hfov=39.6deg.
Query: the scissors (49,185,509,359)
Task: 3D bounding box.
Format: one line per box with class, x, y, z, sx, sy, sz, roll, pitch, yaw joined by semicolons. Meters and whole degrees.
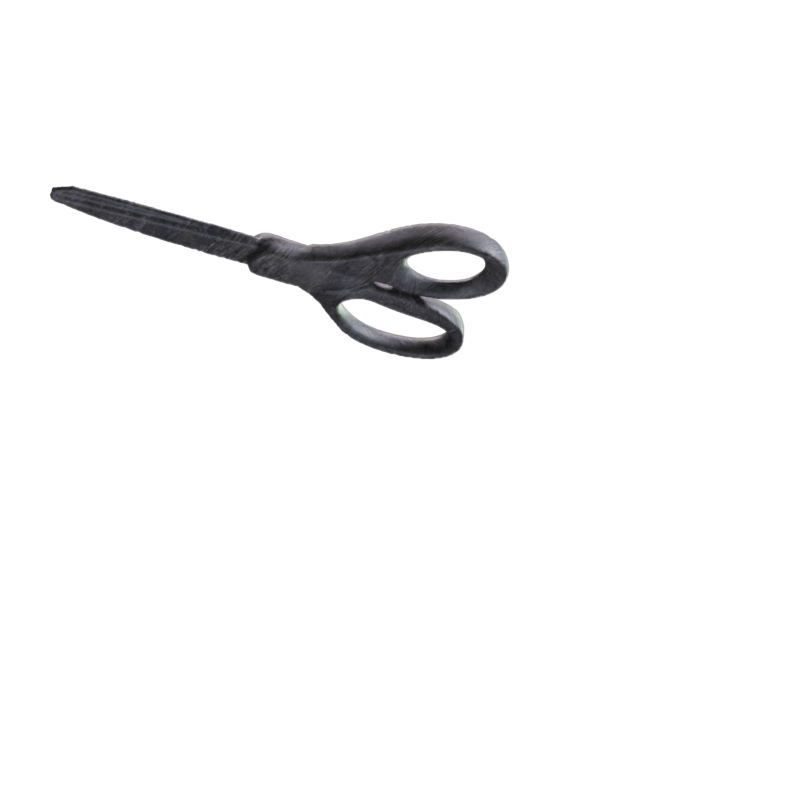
scissors;-0.037;-0.067;0.472;0.190;0.017;0.095;26;-42;-33
